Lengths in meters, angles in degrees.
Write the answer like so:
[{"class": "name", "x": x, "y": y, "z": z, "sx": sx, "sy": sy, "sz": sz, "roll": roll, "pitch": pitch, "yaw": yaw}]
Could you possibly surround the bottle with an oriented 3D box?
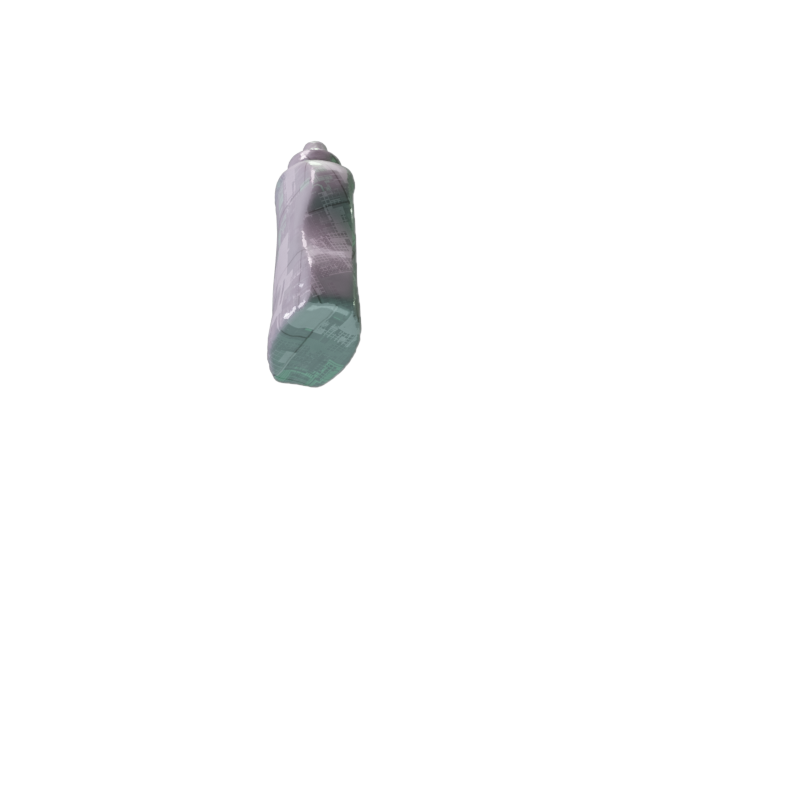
[{"class": "bottle", "x": -0.061, "y": -0.112, "z": 0.783, "sx": 0.057, "sy": 0.206, "sz": 0.091, "roll": 8, "pitch": -40, "yaw": -14}]
